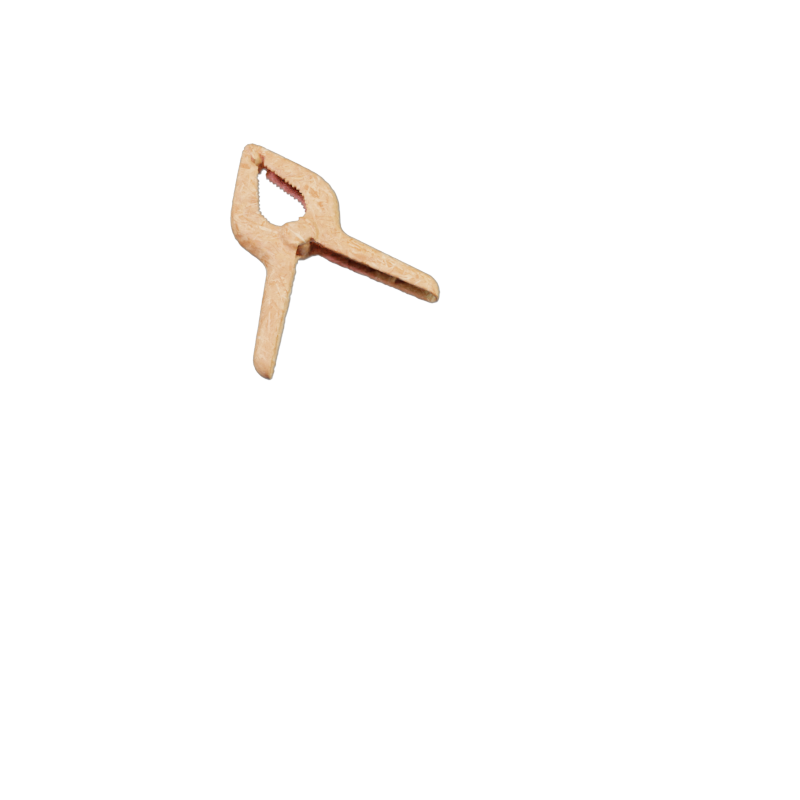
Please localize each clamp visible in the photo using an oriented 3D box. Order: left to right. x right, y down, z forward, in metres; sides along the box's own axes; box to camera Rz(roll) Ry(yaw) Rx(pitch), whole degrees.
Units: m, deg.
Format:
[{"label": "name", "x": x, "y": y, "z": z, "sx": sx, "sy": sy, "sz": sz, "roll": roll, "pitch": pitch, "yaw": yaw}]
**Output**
[{"label": "clamp", "x": -0.073, "y": -0.134, "z": 0.935, "sx": 0.163, "sy": 0.224, "sz": 0.034, "roll": -18, "pitch": -26, "yaw": -9}]
